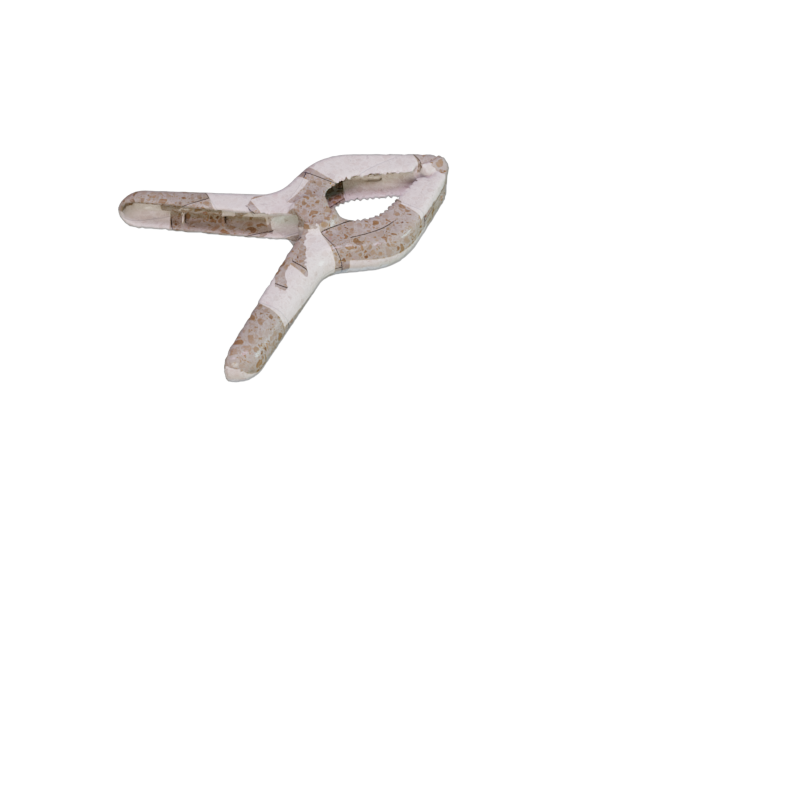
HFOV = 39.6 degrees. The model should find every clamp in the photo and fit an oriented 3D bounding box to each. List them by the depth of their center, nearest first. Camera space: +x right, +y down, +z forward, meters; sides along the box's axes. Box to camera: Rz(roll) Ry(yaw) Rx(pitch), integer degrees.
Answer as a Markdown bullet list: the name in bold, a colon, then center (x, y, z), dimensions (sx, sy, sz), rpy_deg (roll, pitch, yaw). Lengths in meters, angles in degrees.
- **clamp**: center (-0.054, -0.099, 0.696), dimensions (0.208, 0.178, 0.034), rpy_deg (-19, -37, -16)
